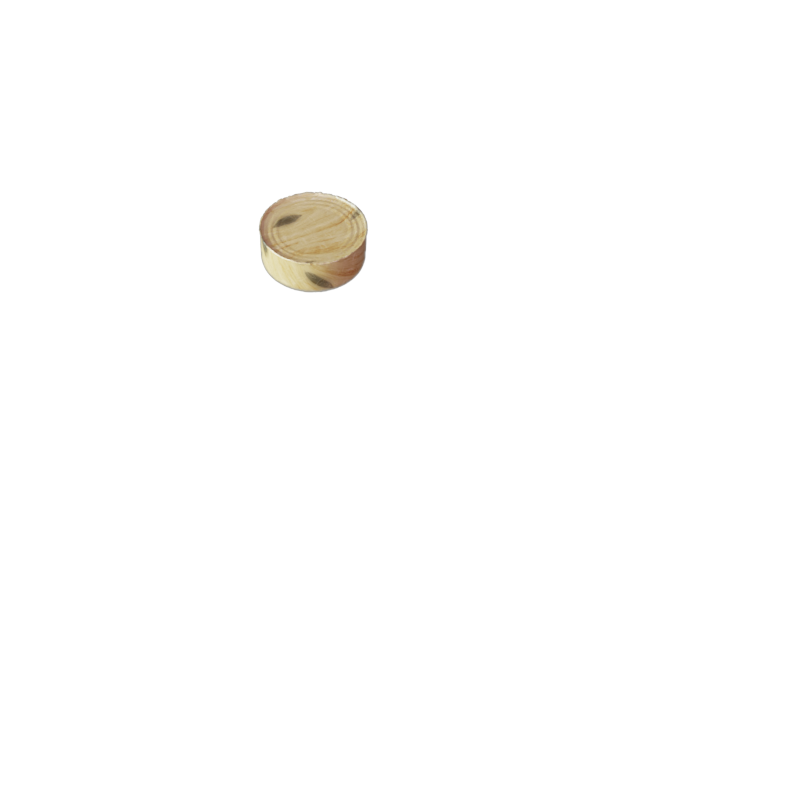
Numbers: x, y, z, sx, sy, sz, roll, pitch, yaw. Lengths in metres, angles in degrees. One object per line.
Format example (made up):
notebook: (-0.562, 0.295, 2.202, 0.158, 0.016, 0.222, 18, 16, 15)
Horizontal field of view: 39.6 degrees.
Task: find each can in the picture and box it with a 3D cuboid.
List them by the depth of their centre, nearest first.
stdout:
can: (-0.069, -0.126, 0.882, 0.086, 0.092, 0.031, -1, -44, -1)
